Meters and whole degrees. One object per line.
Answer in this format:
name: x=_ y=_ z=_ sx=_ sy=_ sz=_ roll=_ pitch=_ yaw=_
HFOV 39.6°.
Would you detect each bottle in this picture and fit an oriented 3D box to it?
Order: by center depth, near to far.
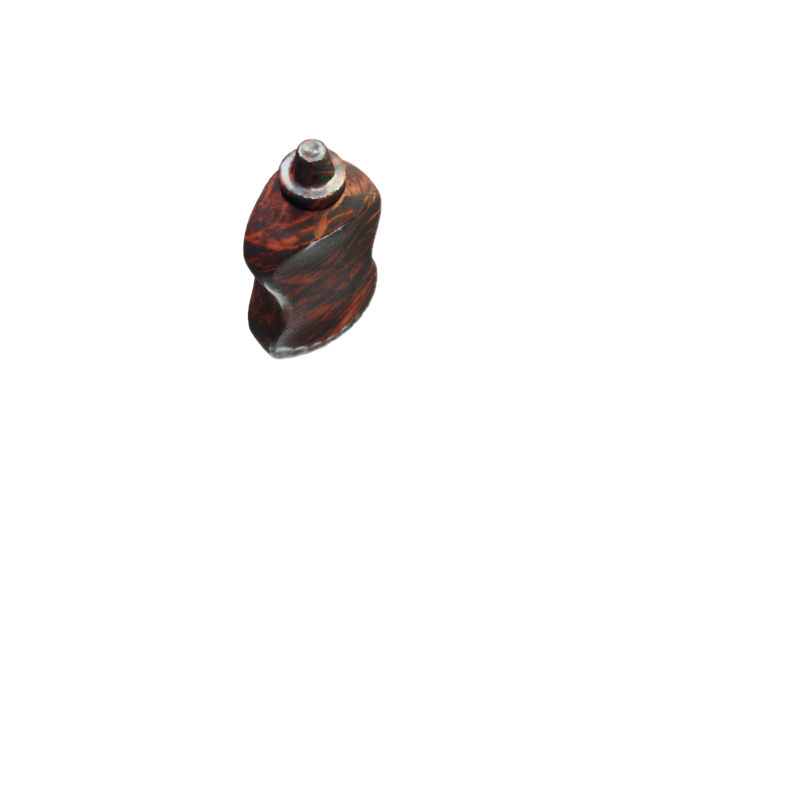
bottle: x=-0.057 y=-0.103 z=0.719 sx=0.096 sy=0.062 sz=0.180 roll=-33 pitch=-20 yaw=-19
